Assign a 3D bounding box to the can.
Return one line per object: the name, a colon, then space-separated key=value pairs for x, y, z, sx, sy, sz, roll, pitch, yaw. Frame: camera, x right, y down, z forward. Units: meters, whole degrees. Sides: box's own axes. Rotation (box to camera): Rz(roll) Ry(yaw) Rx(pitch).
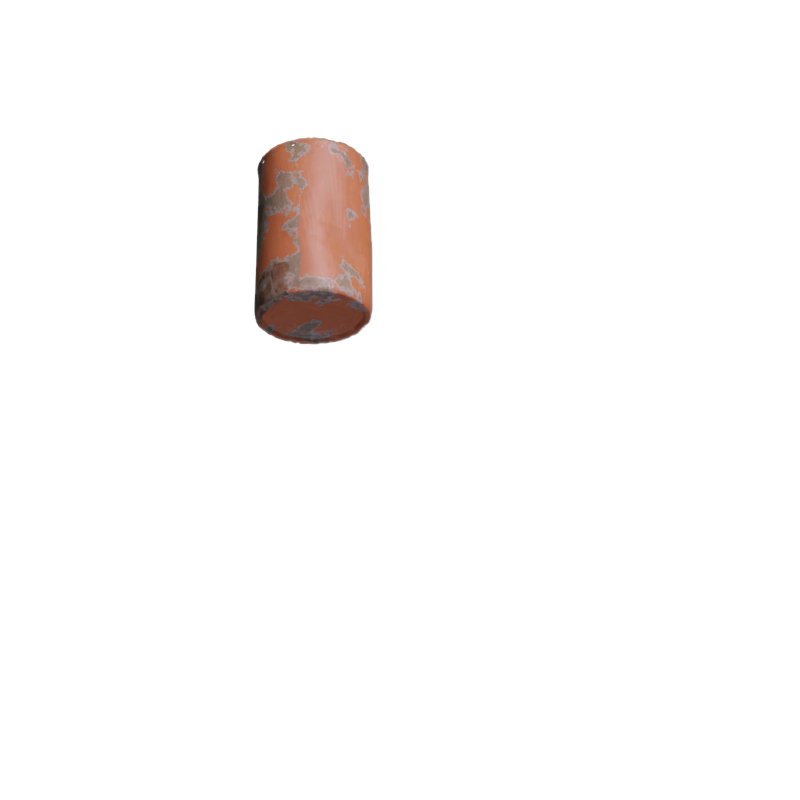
can: x=-0.051 y=-0.092 z=0.648 sx=0.068 sy=0.109 sz=0.064 roll=0 pitch=-29 yaw=-2
